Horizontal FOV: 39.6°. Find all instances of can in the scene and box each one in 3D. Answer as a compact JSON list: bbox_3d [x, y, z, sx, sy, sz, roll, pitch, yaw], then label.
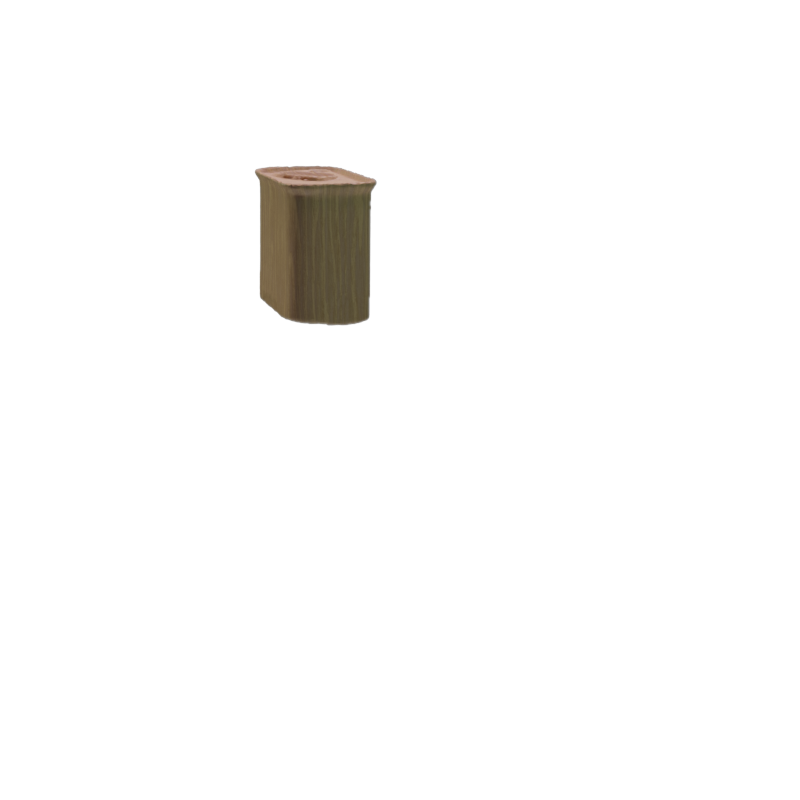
[{"bbox_3d":[-0.053,-0.097,0.680,0.056,0.081,0.107,-4,15,-19],"label":"can"}]
